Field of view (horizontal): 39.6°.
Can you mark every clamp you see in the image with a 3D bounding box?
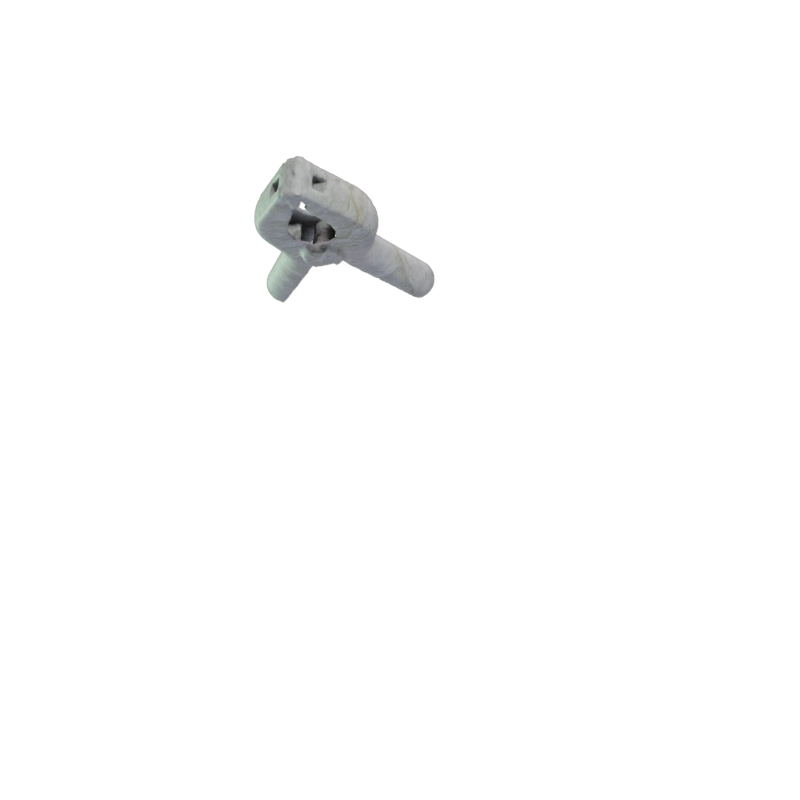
[{"bbox_3d":[-0.058,-0.105,0.737,0.122,0.042,0.159,-10,-26,19],"label":"clamp"}]
